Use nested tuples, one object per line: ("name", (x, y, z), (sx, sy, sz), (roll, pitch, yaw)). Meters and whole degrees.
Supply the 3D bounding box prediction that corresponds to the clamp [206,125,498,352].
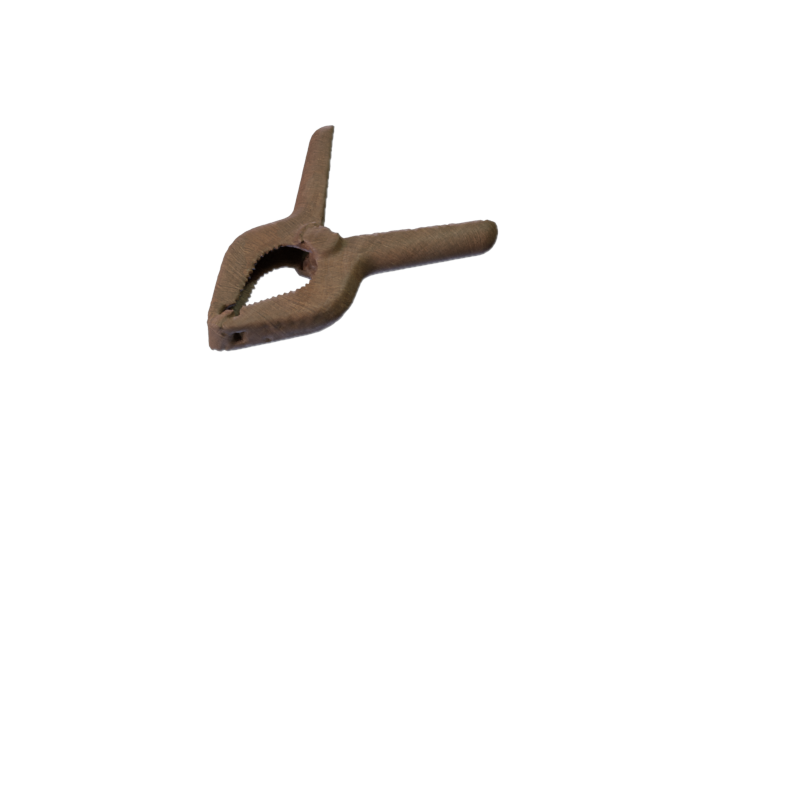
("clamp", (-0.060, -0.109, 0.764), (0.211, 0.034, 0.176), (-35, 58, -26))
